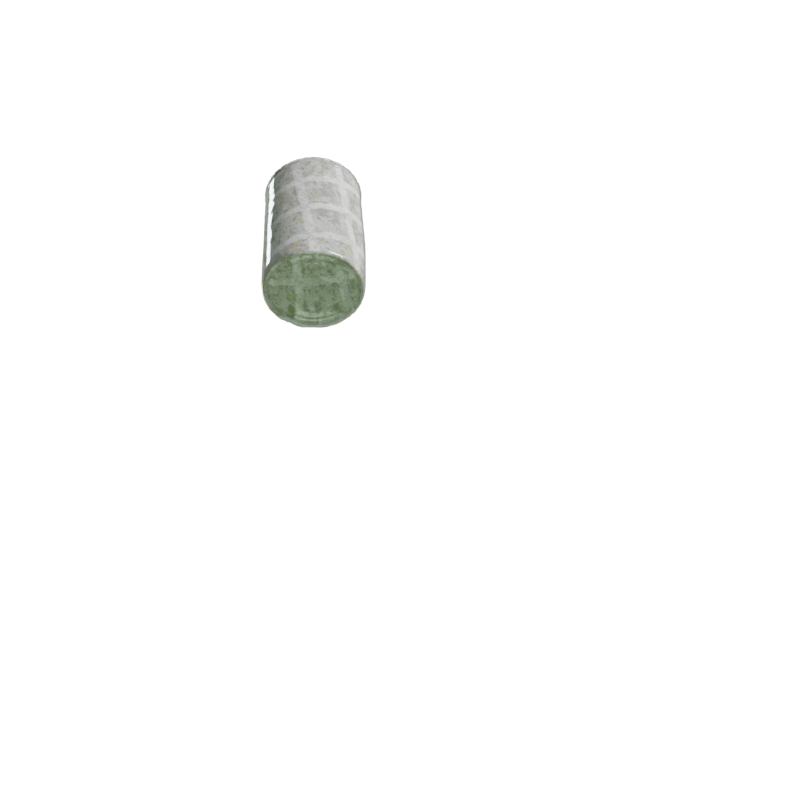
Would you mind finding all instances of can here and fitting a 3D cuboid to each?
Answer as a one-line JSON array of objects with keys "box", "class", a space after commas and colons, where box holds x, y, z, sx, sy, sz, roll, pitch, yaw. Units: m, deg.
[{"box": [-0.058, -0.106, 0.740, 0.068, 0.064, 0.110, -1, 43, -3], "class": "can"}]
